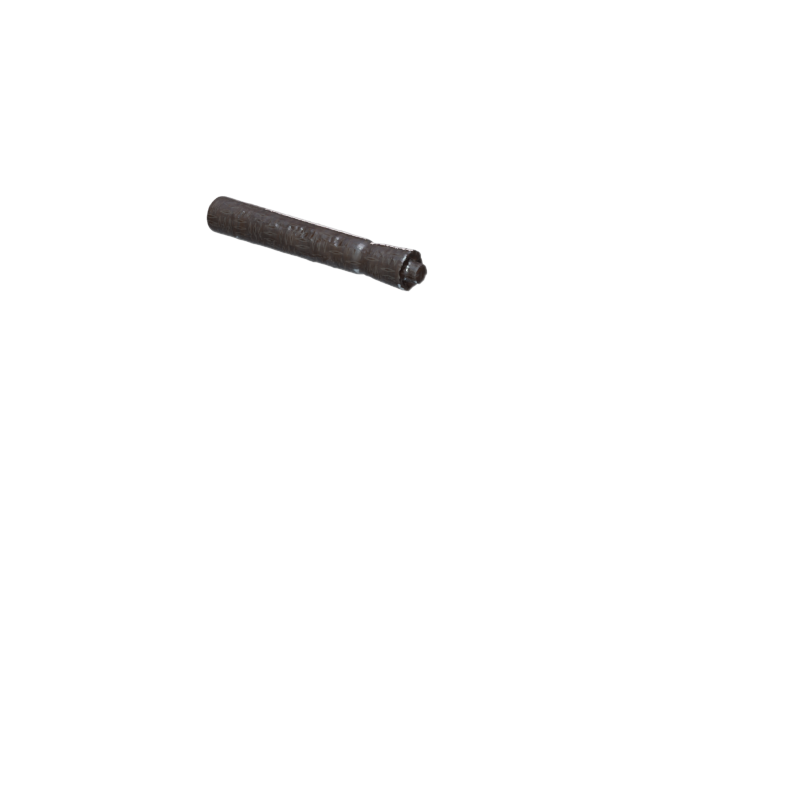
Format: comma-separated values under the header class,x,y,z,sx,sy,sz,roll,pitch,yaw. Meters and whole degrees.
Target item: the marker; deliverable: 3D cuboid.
class,x,y,z,sx,sy,sz,roll,pitch,yaw
marker,-0.040,-0.074,0.518,0.128,0.019,0.019,21,15,33
